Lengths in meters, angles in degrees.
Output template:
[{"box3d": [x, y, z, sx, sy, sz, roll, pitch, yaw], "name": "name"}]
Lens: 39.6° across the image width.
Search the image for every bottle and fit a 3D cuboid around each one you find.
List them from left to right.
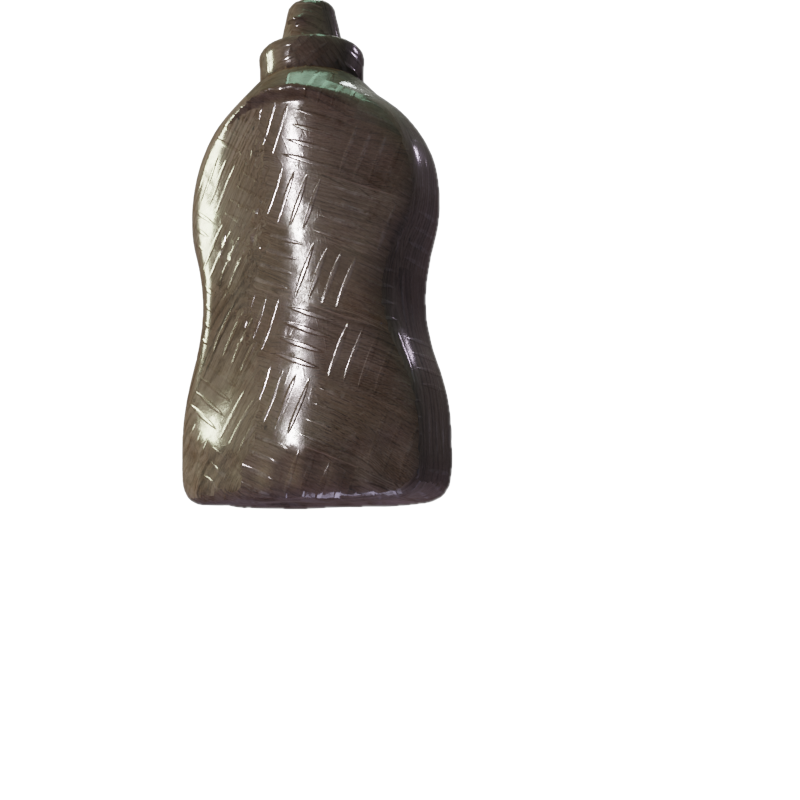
[{"box3d": [-0.033, -0.059, 0.413, 0.098, 0.199, 0.055, -9, -17, 28], "name": "bottle"}]
